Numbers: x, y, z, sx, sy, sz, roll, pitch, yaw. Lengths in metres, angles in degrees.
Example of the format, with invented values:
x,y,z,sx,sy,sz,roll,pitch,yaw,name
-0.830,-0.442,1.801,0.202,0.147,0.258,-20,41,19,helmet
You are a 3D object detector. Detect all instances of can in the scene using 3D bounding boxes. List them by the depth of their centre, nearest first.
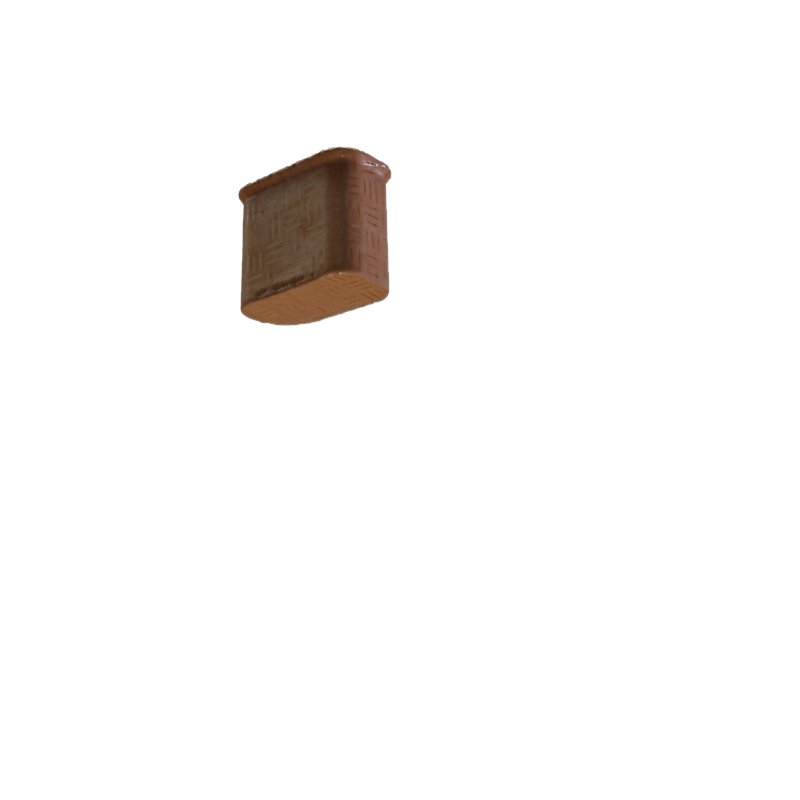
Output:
x,y,z,sx,sy,sz,roll,pitch,yaw,name
-0.054,-0.099,0.693,0.103,0.088,0.054,-17,-27,36,can
